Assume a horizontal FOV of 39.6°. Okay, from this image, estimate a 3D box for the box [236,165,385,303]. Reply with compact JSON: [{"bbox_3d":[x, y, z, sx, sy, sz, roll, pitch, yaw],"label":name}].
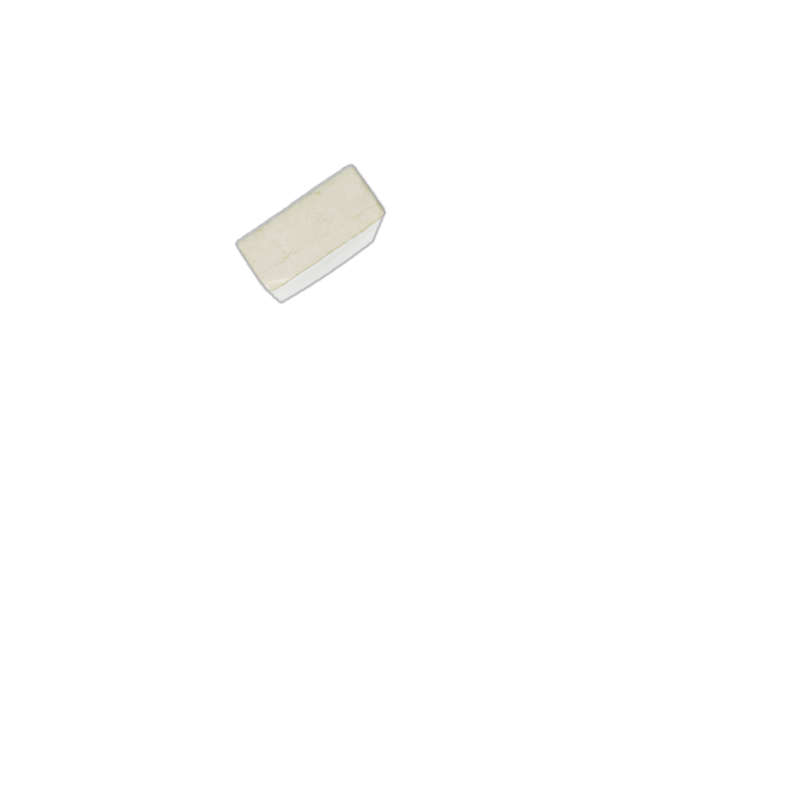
[{"bbox_3d":[-0.062,-0.112,0.787,0.093,0.048,0.177,-35,6,-1],"label":"box"}]
